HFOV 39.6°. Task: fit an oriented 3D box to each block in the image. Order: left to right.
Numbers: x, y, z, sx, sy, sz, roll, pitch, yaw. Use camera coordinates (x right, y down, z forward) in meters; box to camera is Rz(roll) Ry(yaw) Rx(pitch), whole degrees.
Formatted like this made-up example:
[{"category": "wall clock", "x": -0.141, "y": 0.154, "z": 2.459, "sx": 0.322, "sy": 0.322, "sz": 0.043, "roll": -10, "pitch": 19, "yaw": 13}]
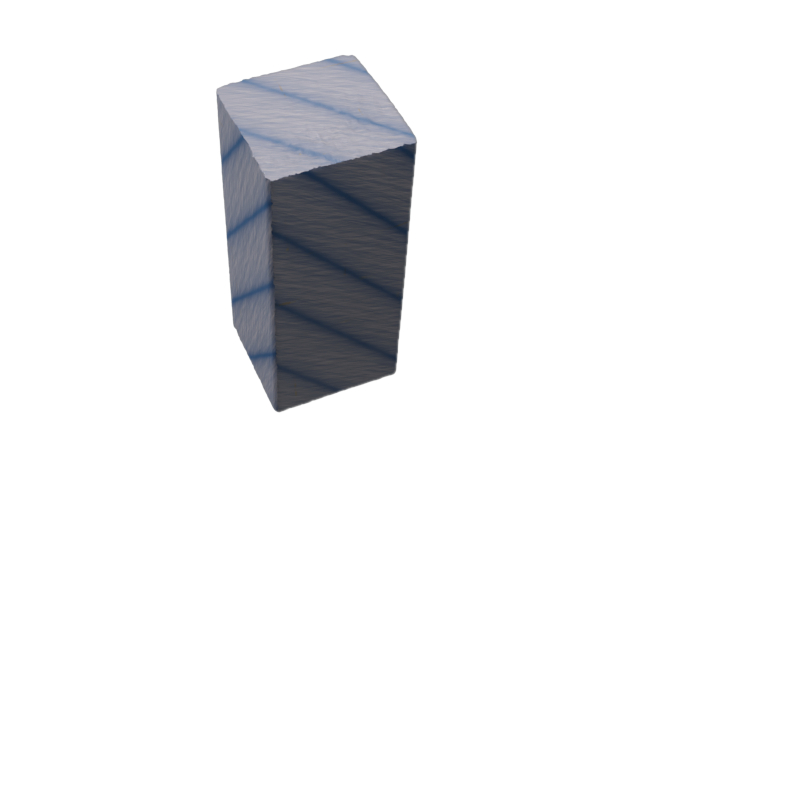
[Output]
[{"category": "block", "x": -0.054, "y": -0.100, "z": 0.694, "sx": 0.090, "sy": 0.097, "sz": 0.192, "roll": -18, "pitch": -37, "yaw": -18}]
